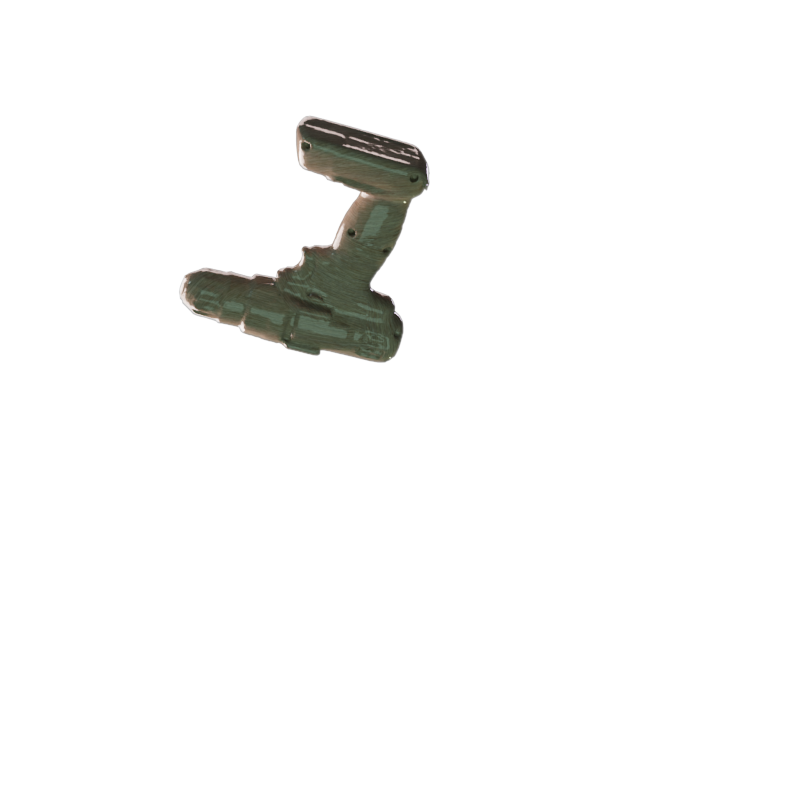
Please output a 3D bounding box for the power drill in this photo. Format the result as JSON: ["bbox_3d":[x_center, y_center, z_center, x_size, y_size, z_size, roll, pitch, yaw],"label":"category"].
[{"bbox_3d":[-0.068,-0.124,0.870,0.182,0.179,0.061,14,30,-9],"label":"power drill"}]
